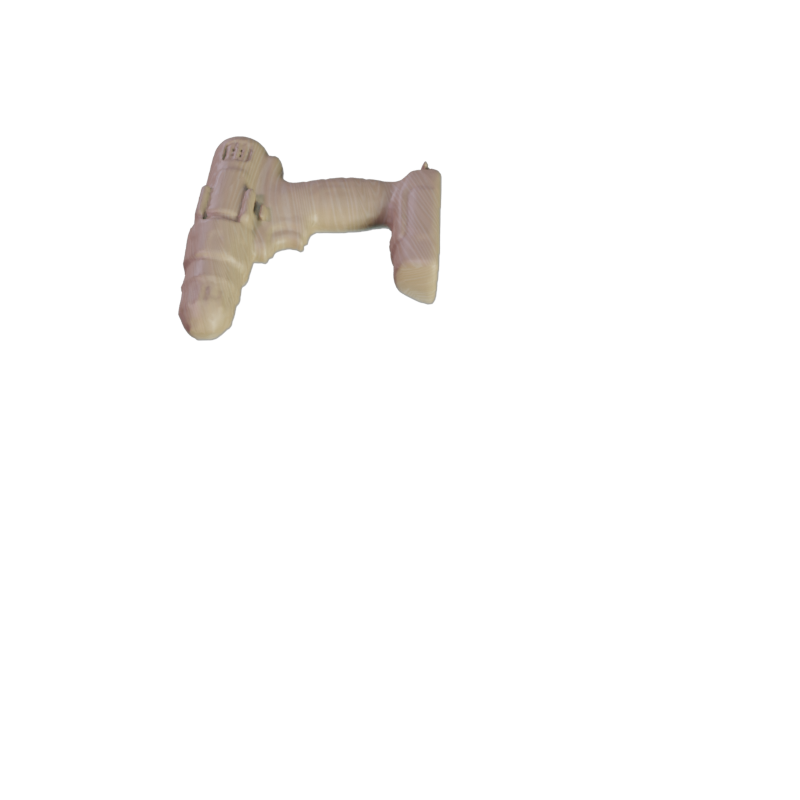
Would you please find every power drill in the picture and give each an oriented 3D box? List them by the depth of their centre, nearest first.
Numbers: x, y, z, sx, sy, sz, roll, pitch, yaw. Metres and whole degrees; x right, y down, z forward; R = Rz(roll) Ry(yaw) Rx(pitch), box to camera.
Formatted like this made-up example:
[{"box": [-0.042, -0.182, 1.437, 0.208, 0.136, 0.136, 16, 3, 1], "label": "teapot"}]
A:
[{"box": [-0.065, -0.118, 0.824, 0.189, 0.196, 0.054, 5, -35, 3], "label": "power drill"}]
